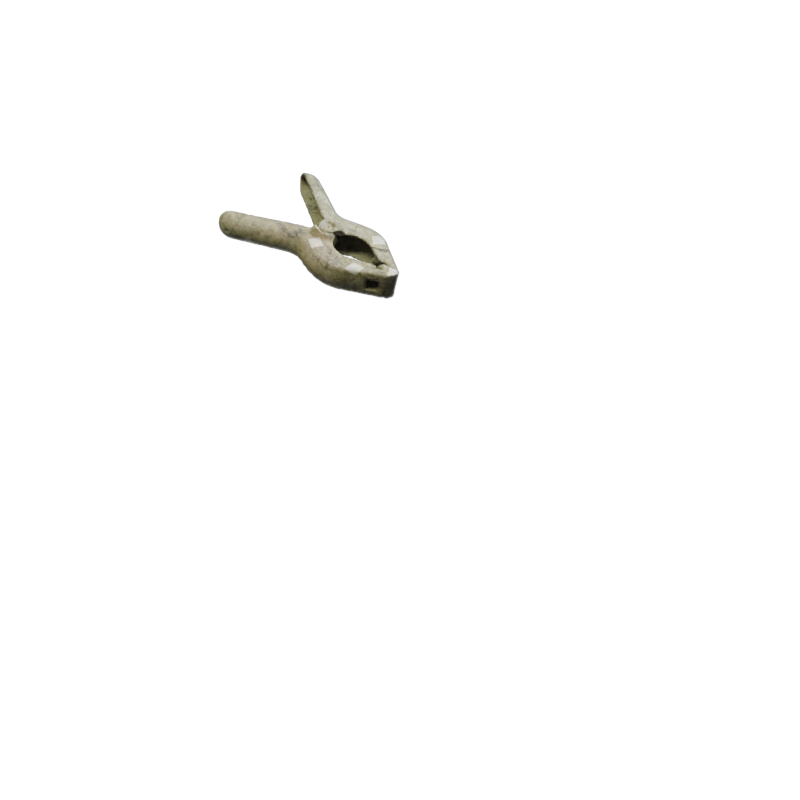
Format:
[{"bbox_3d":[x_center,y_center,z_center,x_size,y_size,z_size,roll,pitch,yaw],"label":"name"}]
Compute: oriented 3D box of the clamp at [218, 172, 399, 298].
[{"bbox_3d":[-0.078,-0.143,0.999,0.120,0.036,0.184,-29,51,-27],"label":"clamp"}]
